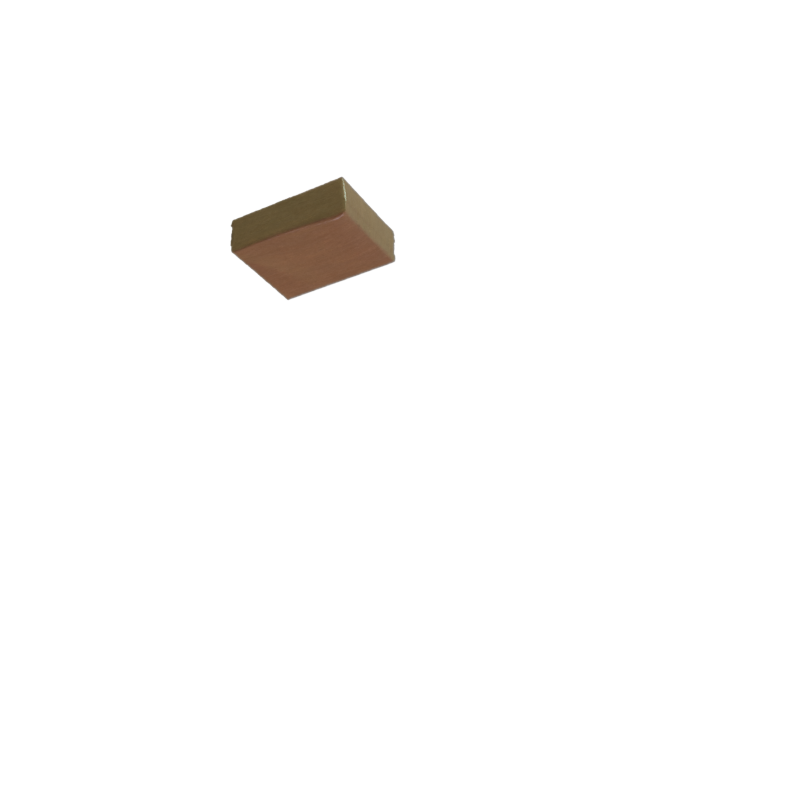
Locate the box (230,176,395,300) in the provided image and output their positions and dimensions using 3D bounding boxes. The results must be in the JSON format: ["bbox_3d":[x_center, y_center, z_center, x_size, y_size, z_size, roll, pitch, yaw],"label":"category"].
[{"bbox_3d":[-0.074,-0.134,0.939,0.115,0.041,0.083,-15,-32,25],"label":"box"}]
